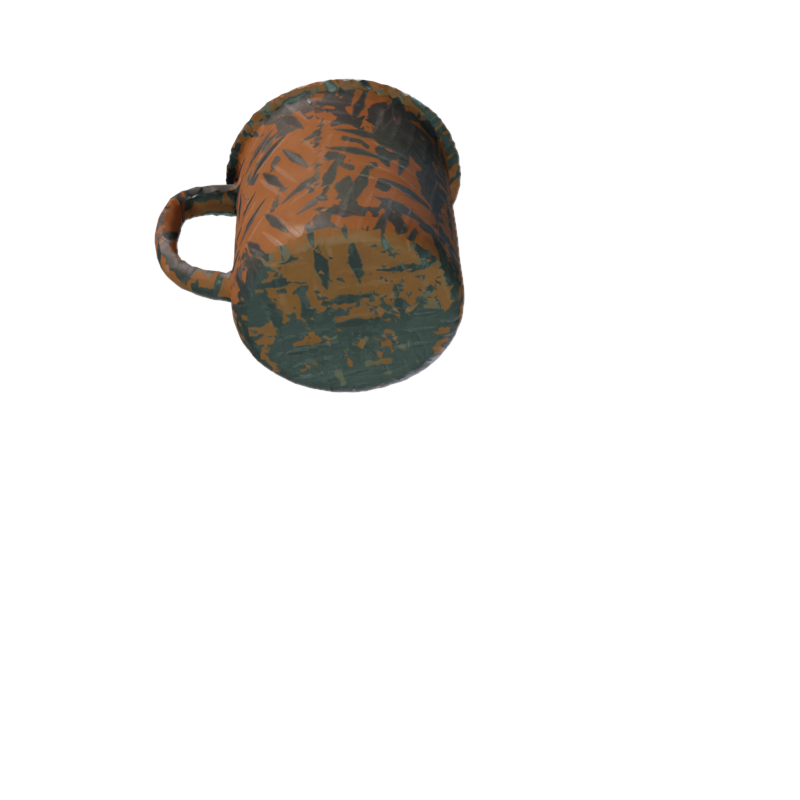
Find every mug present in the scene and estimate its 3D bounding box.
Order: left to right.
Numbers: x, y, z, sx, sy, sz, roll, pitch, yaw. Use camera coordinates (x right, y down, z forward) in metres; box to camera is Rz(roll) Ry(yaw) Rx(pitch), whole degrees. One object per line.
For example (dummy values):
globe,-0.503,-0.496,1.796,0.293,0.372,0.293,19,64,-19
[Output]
mug,-0.032,-0.059,0.410,0.116,0.087,0.087,3,44,-4
